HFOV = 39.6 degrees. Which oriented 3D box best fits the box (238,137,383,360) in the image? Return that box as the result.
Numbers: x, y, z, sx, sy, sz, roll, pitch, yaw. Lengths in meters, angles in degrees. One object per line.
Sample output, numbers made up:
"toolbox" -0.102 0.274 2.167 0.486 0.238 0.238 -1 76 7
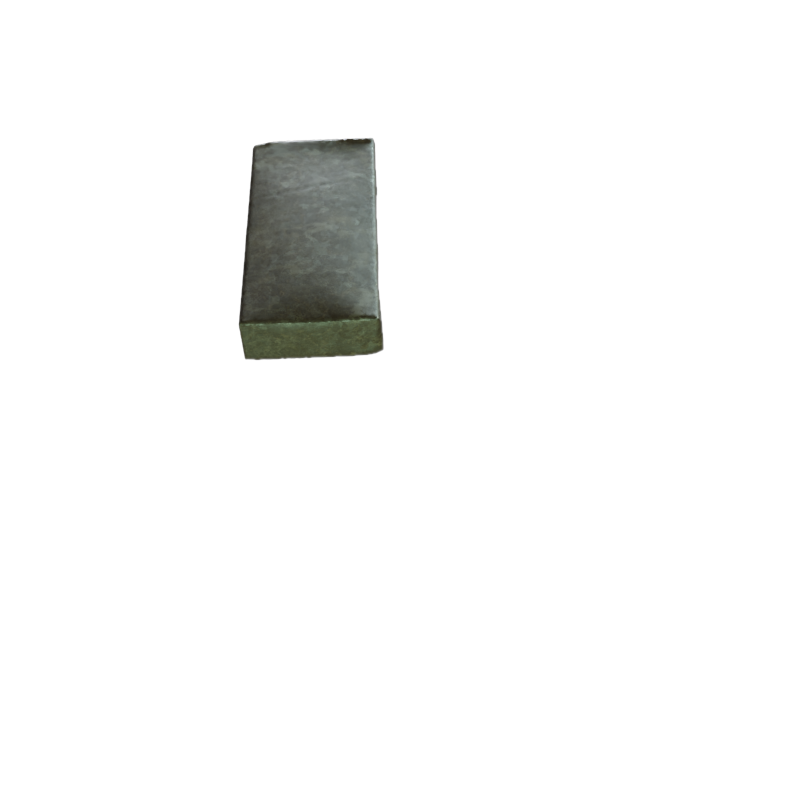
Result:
"box" -0.061 -0.111 0.775 0.093 0.189 0.045 -4 -38 1
